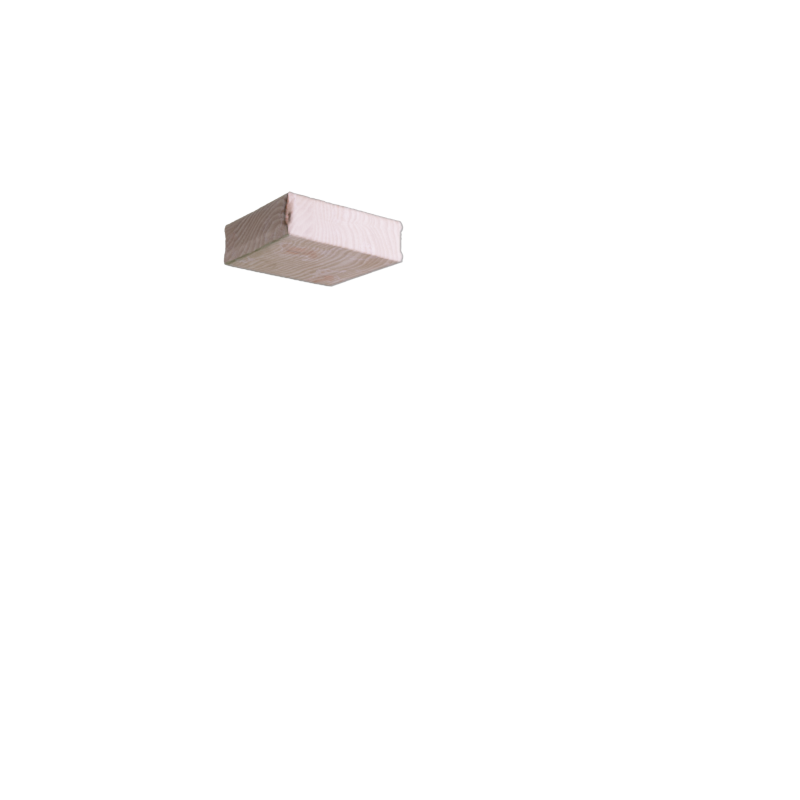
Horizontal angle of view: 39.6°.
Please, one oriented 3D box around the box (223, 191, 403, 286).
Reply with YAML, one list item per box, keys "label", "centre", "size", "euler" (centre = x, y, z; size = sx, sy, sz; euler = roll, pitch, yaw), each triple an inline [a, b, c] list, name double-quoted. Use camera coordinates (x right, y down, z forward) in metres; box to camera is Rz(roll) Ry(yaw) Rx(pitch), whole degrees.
- label: "box"
  centre: [-0.054, -0.099, 0.692]
  size: [0.085, 0.031, 0.074]
  euler: [9, -15, -36]
